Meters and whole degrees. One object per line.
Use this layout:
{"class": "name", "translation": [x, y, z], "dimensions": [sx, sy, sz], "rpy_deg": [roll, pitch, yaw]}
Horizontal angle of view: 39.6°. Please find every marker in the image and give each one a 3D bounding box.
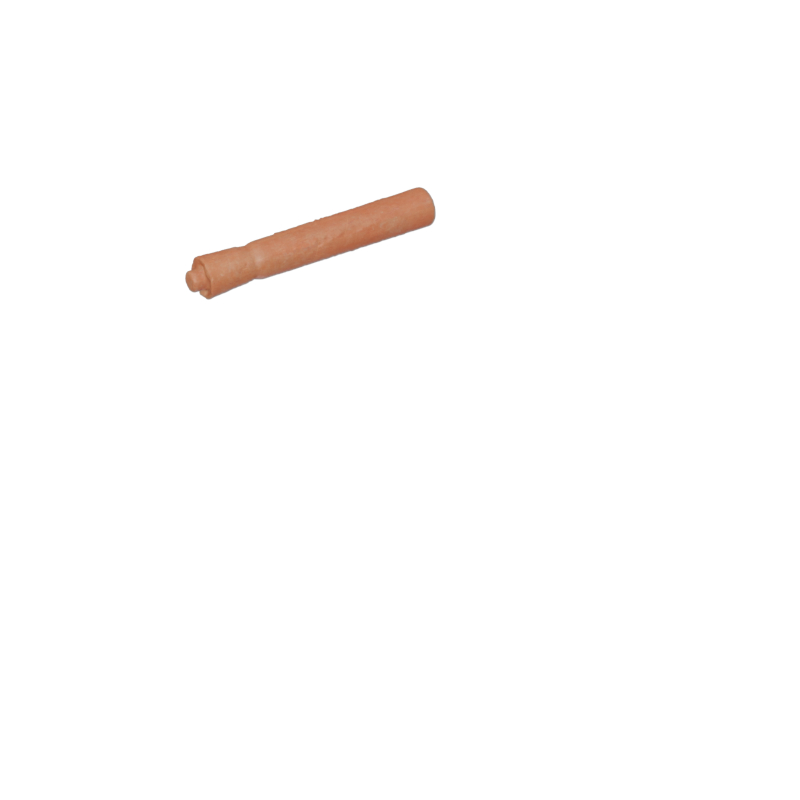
{"class": "marker", "translation": [-0.038, -0.069, 0.485], "dimensions": [0.120, 0.019, 0.020], "rpy_deg": [-22, 14, -27]}
